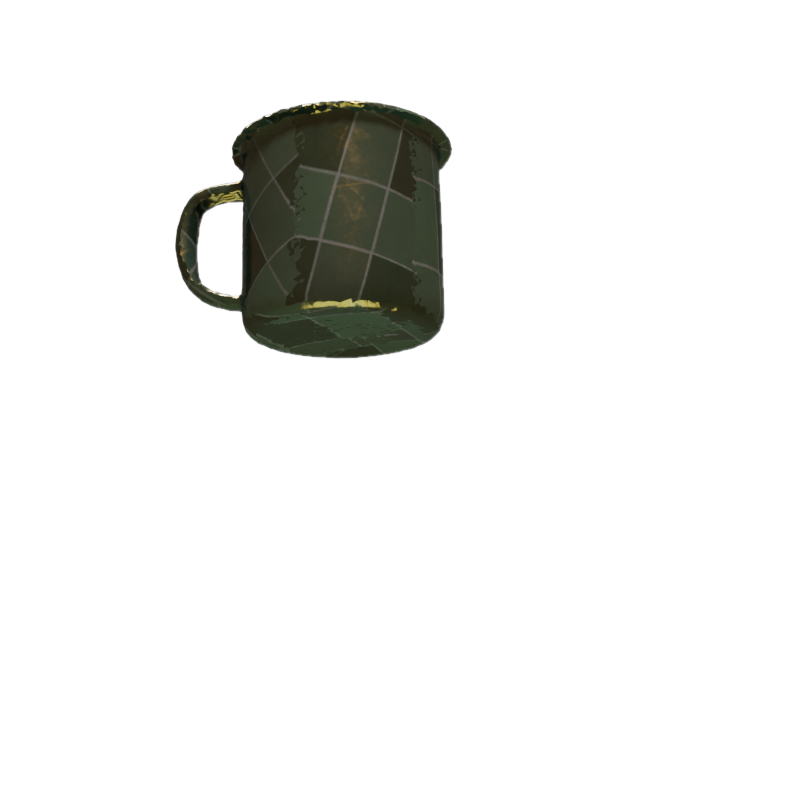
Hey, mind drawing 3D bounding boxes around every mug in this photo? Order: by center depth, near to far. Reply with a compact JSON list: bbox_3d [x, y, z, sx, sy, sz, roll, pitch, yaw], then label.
[{"bbox_3d":[-0.036,-0.065,0.458,0.118,0.085,0.089,-2,-17,5],"label":"mug"}]
